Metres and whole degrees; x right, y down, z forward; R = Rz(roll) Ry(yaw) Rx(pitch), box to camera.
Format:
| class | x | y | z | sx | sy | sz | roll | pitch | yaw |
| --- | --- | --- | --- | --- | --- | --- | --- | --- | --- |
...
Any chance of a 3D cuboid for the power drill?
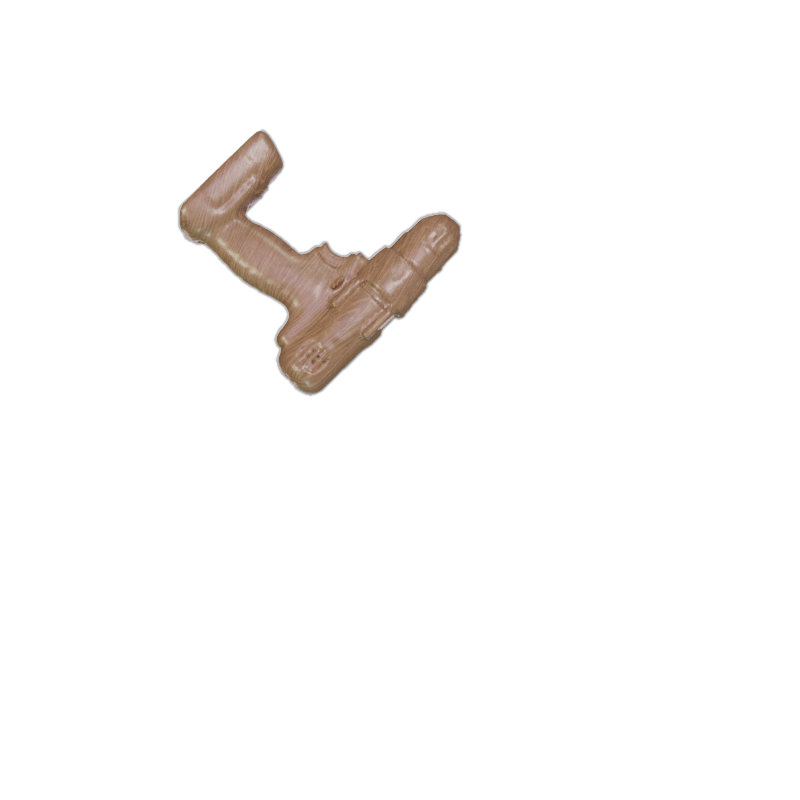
| class | x | y | z | sx | sy | sz | roll | pitch | yaw |
| --- | --- | --- | --- | --- | --- | --- | --- | --- | --- |
| power drill | -0.070 | -0.127 | 0.890 | 0.193 | 0.186 | 0.055 | 43 | -11 | 10 |
